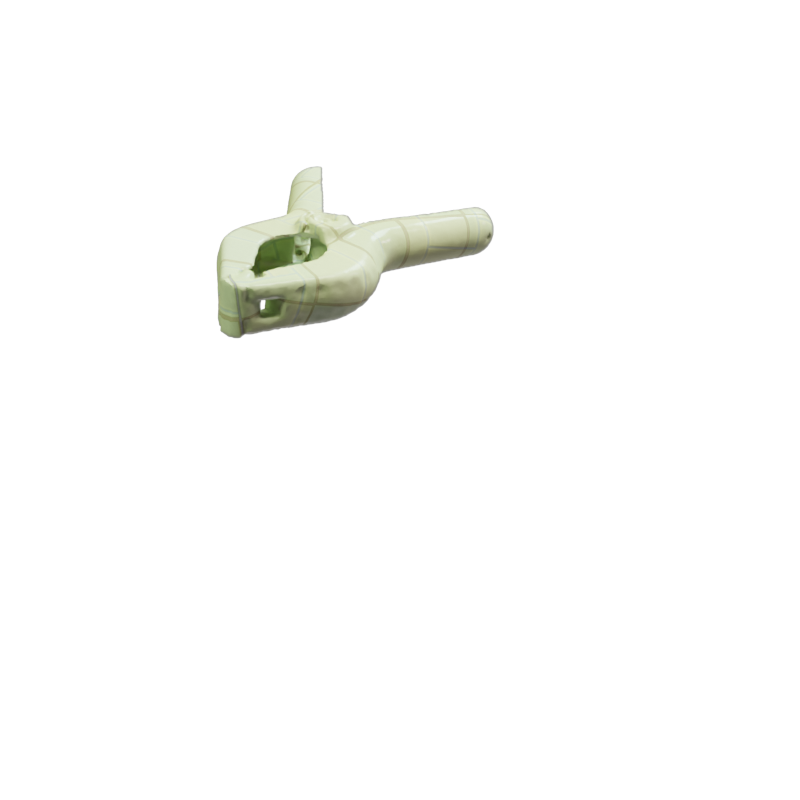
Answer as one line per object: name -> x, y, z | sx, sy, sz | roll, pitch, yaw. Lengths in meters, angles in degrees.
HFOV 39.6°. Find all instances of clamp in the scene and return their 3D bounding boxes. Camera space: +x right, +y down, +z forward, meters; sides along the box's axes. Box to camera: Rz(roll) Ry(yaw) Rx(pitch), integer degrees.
clamp -> -0.044, -0.081, 0.564 | 0.127, 0.037, 0.170 | 18, 30, 34
